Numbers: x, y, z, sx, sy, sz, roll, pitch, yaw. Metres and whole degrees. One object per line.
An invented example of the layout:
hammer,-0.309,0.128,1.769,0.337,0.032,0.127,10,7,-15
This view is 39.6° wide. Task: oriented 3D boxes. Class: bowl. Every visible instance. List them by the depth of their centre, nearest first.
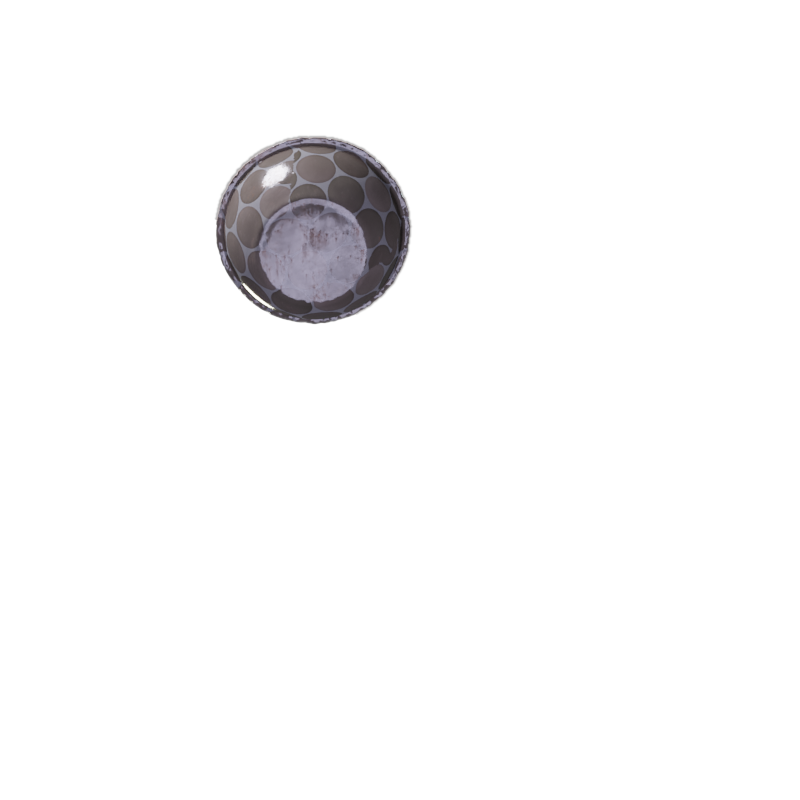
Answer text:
bowl,-0.070,-0.128,0.895,0.162,0.155,0.057,0,19,-1
